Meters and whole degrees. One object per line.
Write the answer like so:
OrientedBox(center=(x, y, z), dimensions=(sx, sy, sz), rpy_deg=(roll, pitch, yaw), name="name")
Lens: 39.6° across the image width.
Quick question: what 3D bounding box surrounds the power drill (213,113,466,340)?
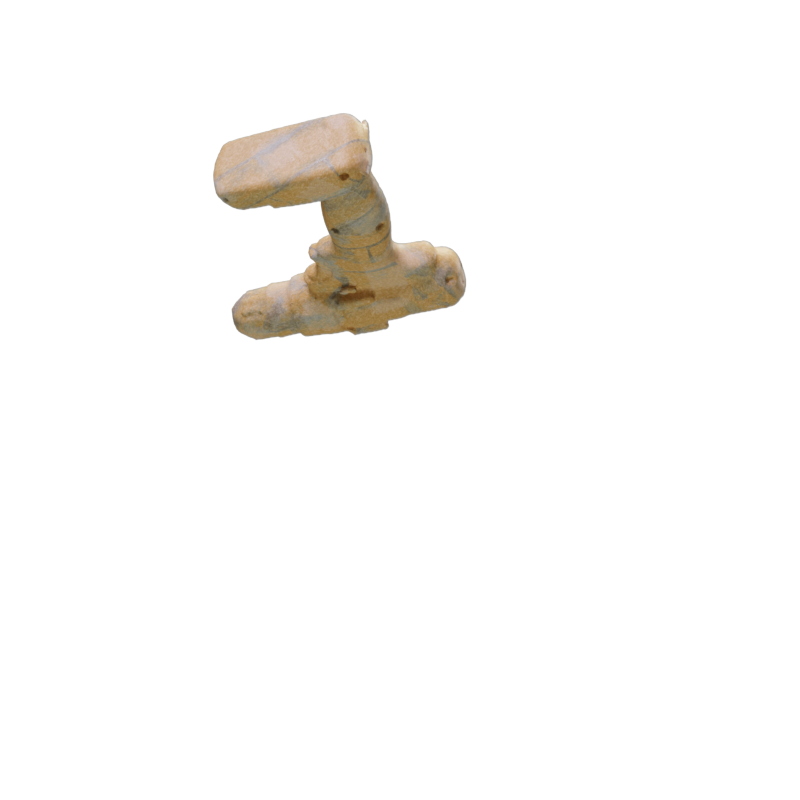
OrientedBox(center=(-0.062, -0.113, 0.793), dimensions=(0.186, 0.061, 0.173), rpy_deg=(-11, -35, 16), name="power drill")
